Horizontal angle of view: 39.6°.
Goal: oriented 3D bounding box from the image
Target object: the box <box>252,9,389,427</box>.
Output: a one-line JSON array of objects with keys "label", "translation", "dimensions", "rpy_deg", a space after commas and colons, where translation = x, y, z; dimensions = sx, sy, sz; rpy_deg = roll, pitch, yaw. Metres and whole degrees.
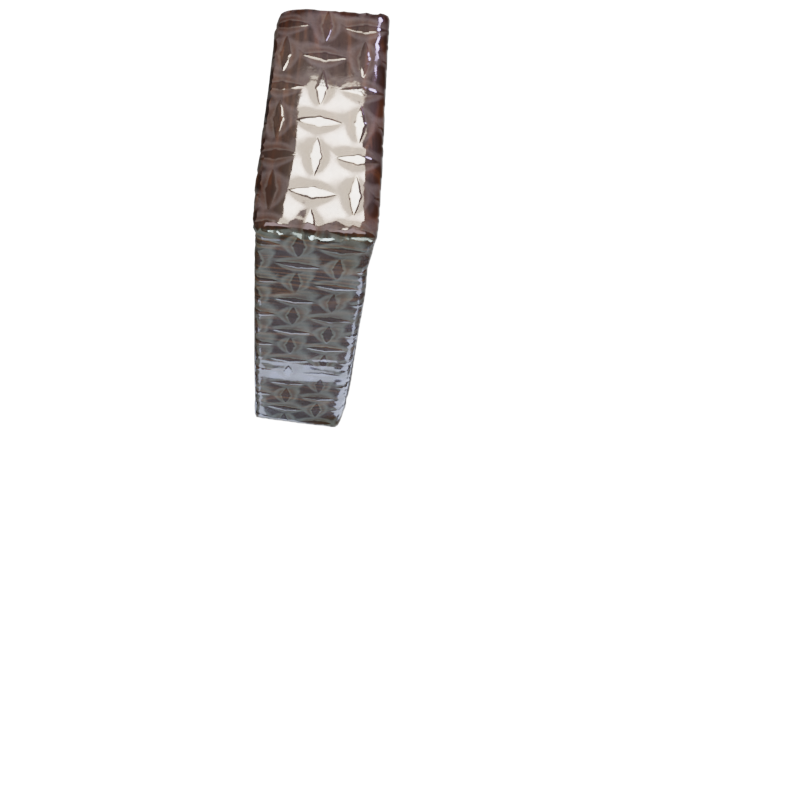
[{"label": "box", "translation": [-0.035, -0.063, 0.439], "dimensions": [0.048, 0.099, 0.167], "rpy_deg": [4, -24, -2]}]
